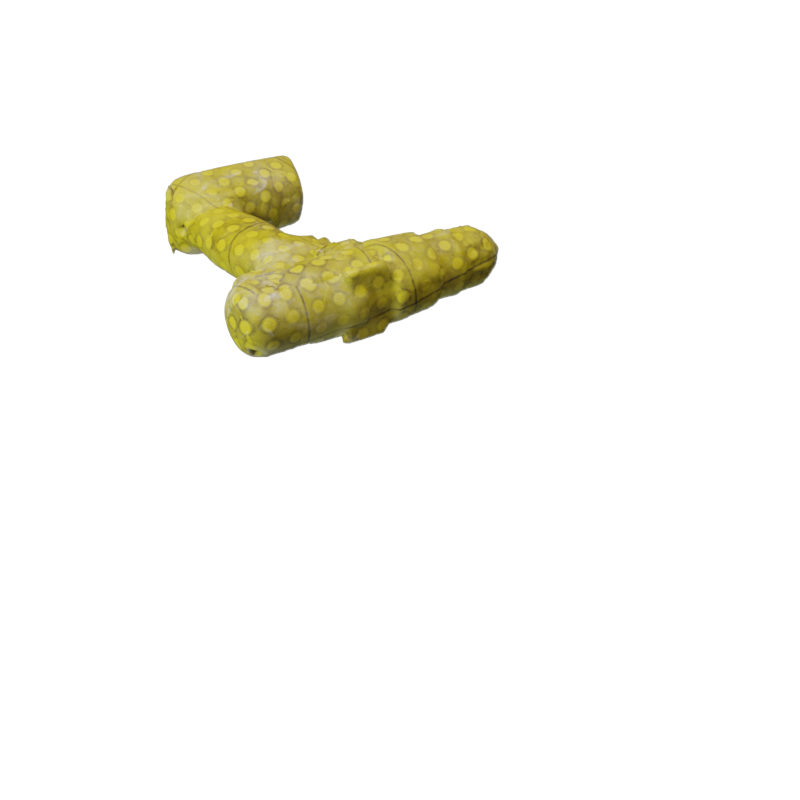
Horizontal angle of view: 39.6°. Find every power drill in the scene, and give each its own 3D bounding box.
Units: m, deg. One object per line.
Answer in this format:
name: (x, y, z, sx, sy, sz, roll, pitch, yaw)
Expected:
power drill: (-0.056, -0.103, 0.721, 0.181, 0.054, 0.202, -17, 34, -28)
